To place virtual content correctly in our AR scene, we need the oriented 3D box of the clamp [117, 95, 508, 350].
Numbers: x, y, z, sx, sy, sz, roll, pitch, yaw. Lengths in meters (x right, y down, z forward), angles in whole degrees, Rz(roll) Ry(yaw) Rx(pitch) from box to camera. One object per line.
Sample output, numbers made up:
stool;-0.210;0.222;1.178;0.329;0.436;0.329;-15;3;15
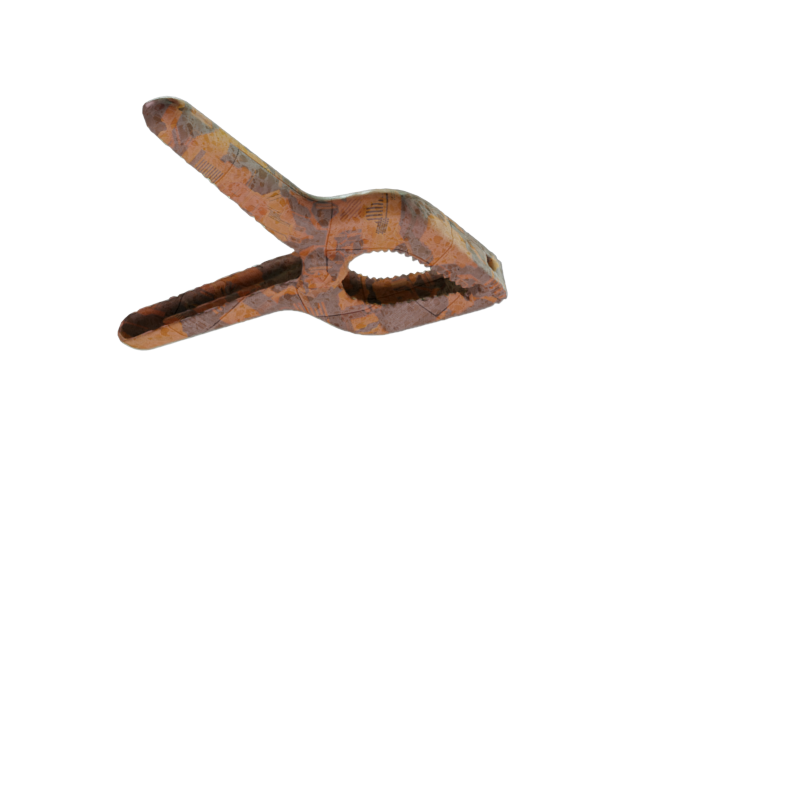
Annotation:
clamp;-0.045;-0.083;0.580;0.209;0.039;0.154;3;-44;-4
